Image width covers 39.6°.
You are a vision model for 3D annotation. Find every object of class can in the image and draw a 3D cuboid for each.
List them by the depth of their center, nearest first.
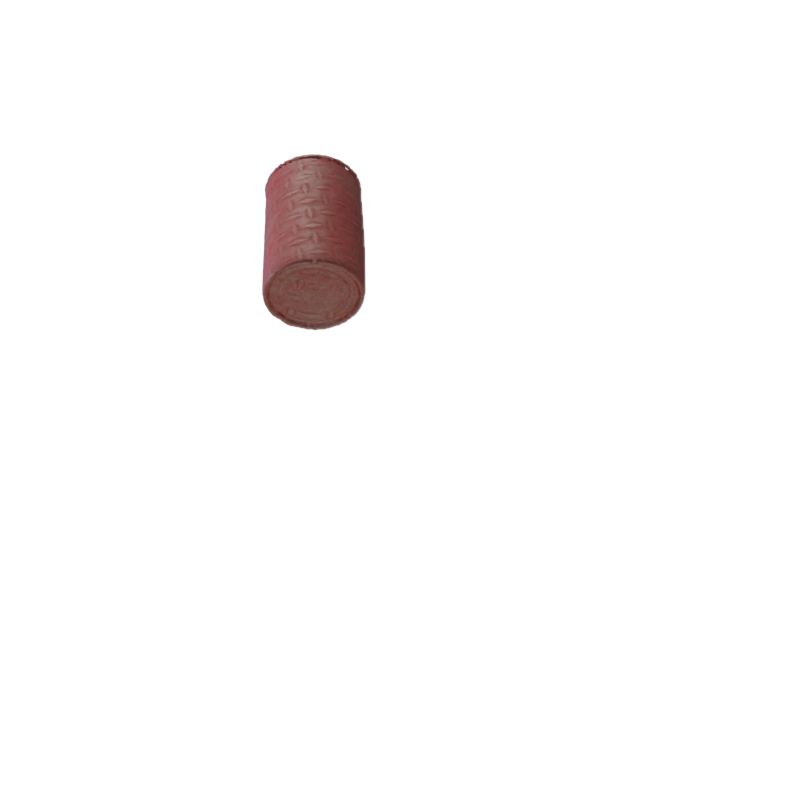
[{"bbox_3d":[-0.058,-0.106,0.744,0.068,0.110,0.064,-1,-41,-3],"label":"can"}]
